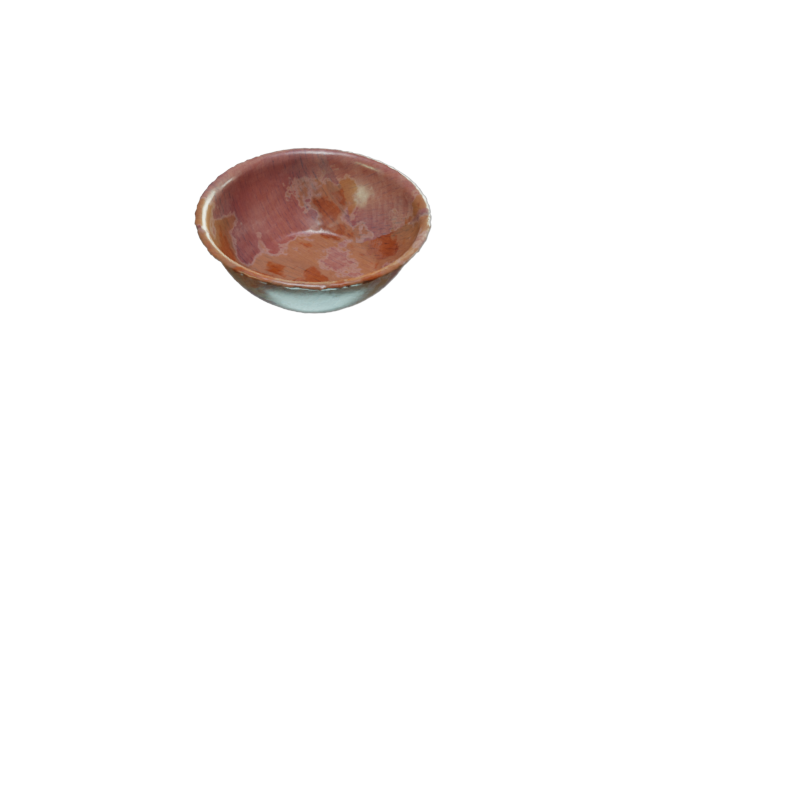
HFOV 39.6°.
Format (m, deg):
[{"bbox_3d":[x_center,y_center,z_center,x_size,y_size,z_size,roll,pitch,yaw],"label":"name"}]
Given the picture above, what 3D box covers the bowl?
[{"bbox_3d":[-0.061,-0.110,0.773,0.162,0.051,0.174,-1,43,-1],"label":"bowl"}]
